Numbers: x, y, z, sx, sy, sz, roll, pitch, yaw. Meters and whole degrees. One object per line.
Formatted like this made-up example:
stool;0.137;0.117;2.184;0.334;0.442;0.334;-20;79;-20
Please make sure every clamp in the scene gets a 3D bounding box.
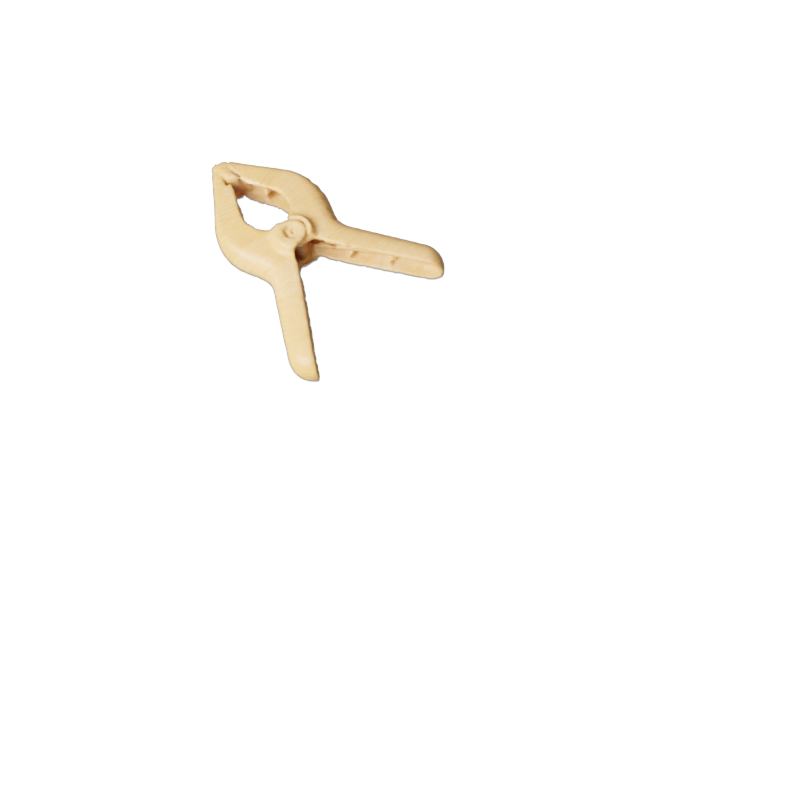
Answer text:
clamp;-0.057;-0.104;0.731;0.120;0.183;0.037;-29;-27;-16
